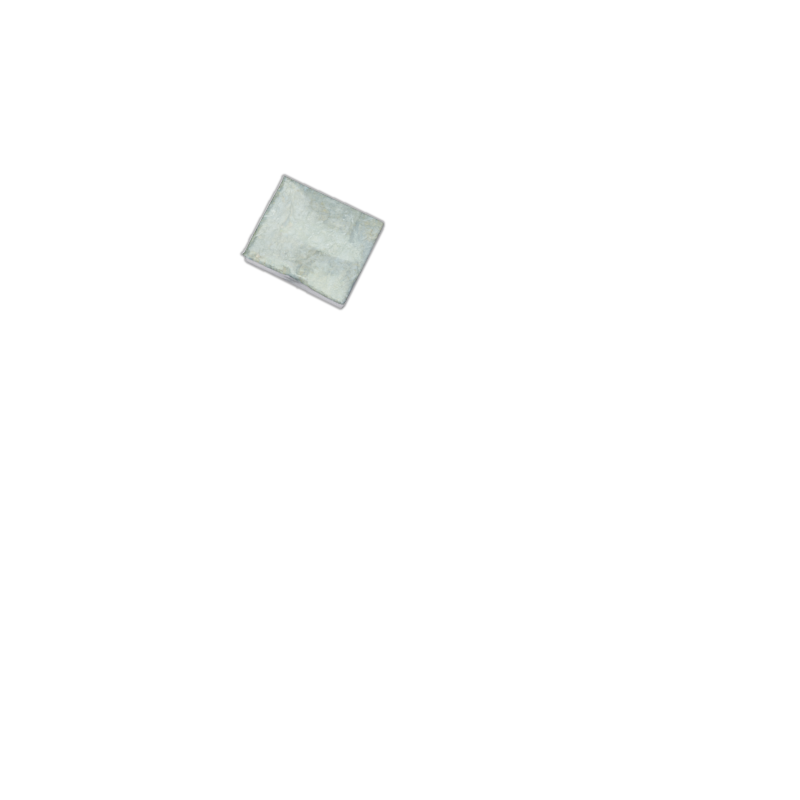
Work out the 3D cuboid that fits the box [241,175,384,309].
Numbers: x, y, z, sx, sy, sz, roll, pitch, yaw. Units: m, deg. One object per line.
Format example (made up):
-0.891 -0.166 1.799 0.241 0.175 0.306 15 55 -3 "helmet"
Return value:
-0.068 -0.123 0.864 0.090 0.074 0.029 26 -9 4 "box"
